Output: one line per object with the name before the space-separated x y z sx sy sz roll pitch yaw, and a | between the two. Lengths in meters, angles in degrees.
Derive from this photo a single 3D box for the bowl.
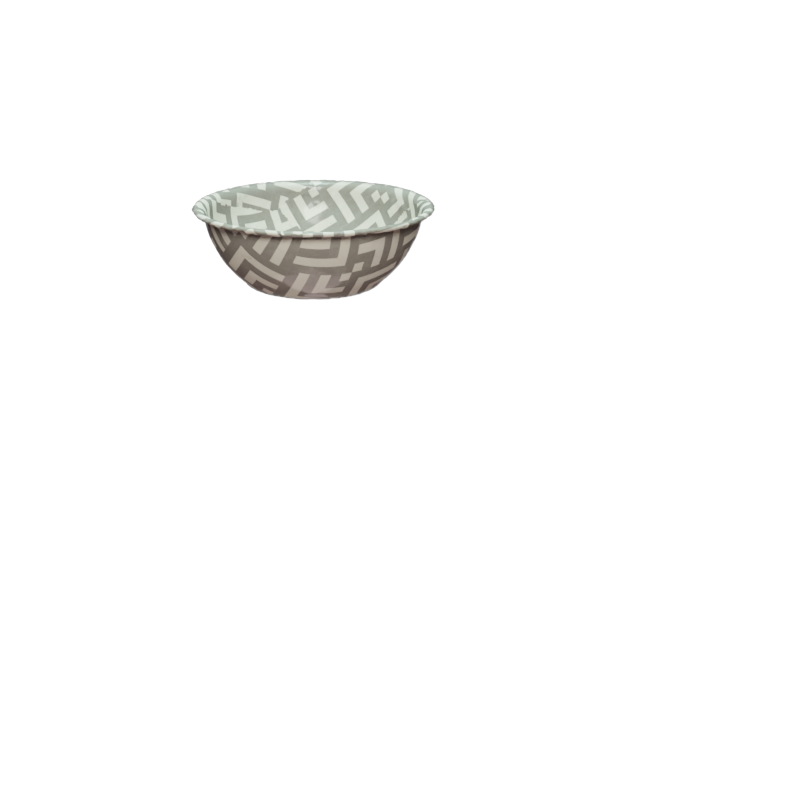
bowl | -0.059 -0.107 0.751 0.162 0.053 0.169 -1 21 -2
